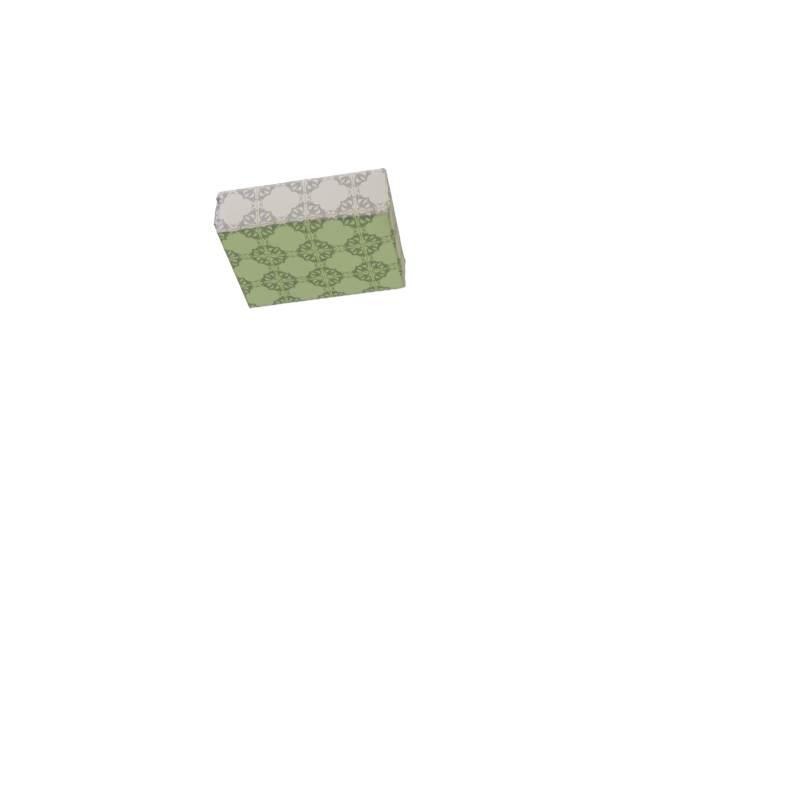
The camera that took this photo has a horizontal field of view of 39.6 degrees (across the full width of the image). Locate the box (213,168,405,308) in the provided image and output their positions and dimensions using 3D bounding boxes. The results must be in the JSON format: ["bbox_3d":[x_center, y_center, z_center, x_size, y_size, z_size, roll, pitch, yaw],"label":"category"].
[{"bbox_3d":[-0.057,-0.104,0.731,0.114,0.041,0.083,-5,-31,8],"label":"box"}]
